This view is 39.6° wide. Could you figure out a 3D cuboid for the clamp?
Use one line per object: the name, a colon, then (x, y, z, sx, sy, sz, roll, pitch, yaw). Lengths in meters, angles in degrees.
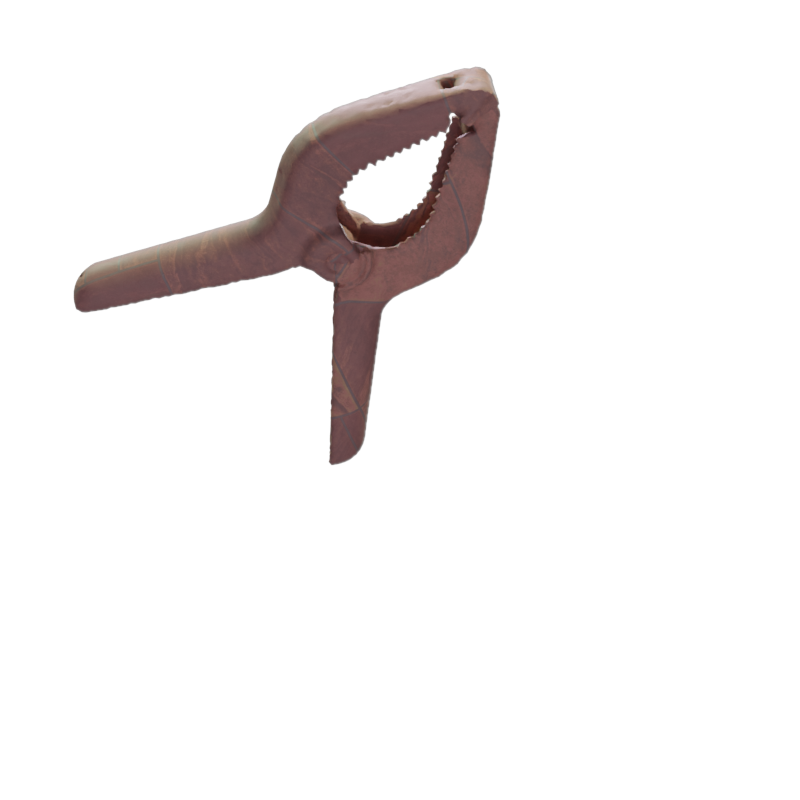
clamp: (-0.039, -0.072, 0.501, 0.158, 0.204, 0.039, 28, 29, -18)
